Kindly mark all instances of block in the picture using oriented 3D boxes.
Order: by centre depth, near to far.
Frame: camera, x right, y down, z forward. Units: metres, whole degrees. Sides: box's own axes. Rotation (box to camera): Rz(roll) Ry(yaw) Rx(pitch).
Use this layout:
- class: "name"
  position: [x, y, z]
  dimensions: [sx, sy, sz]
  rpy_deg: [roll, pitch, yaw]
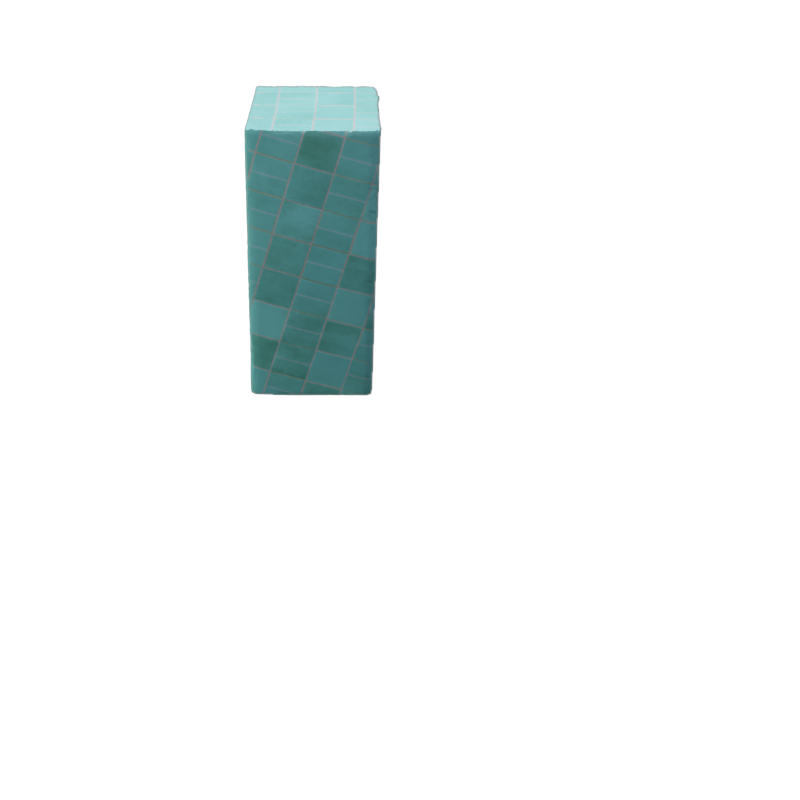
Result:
- class: "block"
  position: [-0.062, -0.114, 0.799]
  dimensions: [0.090, 0.195, 0.096]
  rpy_deg: [1, 29, -1]
